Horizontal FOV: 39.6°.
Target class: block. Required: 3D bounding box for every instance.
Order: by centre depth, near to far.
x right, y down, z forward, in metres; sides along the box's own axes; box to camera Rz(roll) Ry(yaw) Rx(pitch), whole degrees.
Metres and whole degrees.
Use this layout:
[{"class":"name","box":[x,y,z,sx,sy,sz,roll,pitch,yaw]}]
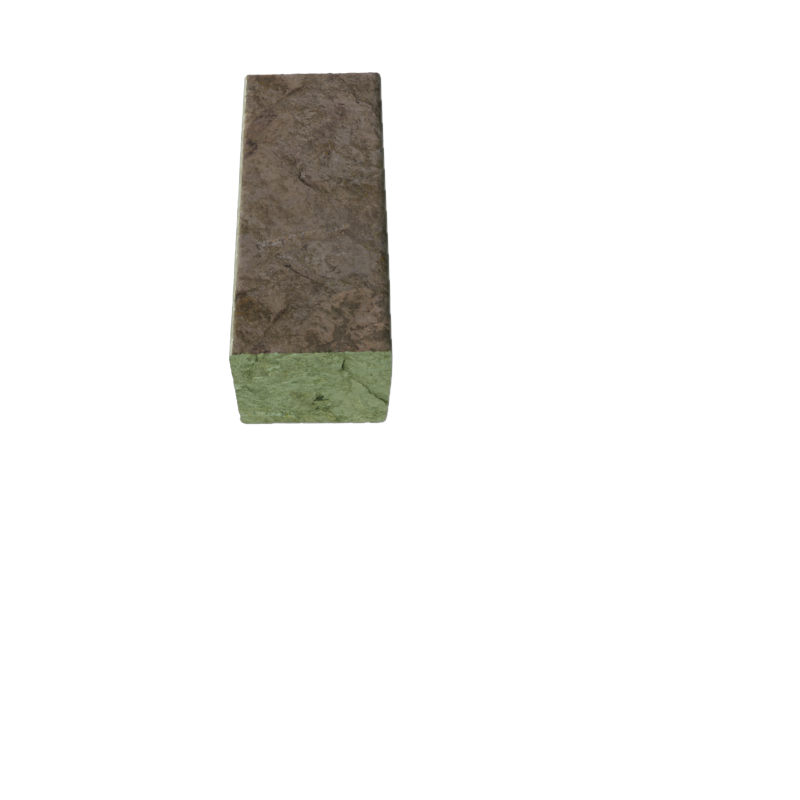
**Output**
[{"class":"block","box":[-0.054,-0.098,0.691,0.091,0.220,0.084,-1,-32,-2]}]
